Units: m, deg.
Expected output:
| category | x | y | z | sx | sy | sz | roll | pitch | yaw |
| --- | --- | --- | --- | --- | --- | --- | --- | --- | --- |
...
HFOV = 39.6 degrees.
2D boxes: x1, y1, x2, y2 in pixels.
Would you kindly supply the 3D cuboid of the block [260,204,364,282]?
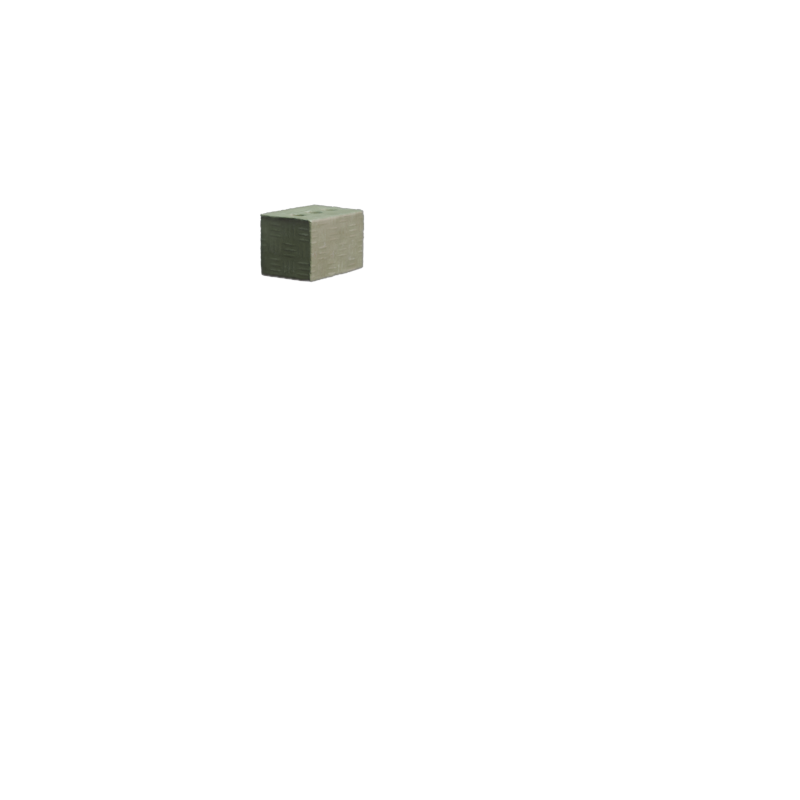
| category | x | y | z | sx | sy | sz | roll | pitch | yaw |
| --- | --- | --- | --- | --- | --- | --- | --- | --- | --- |
| block | -0.071 | -0.130 | 0.912 | 0.055 | 0.050 | 0.077 | 9 | 17 | 31 |
